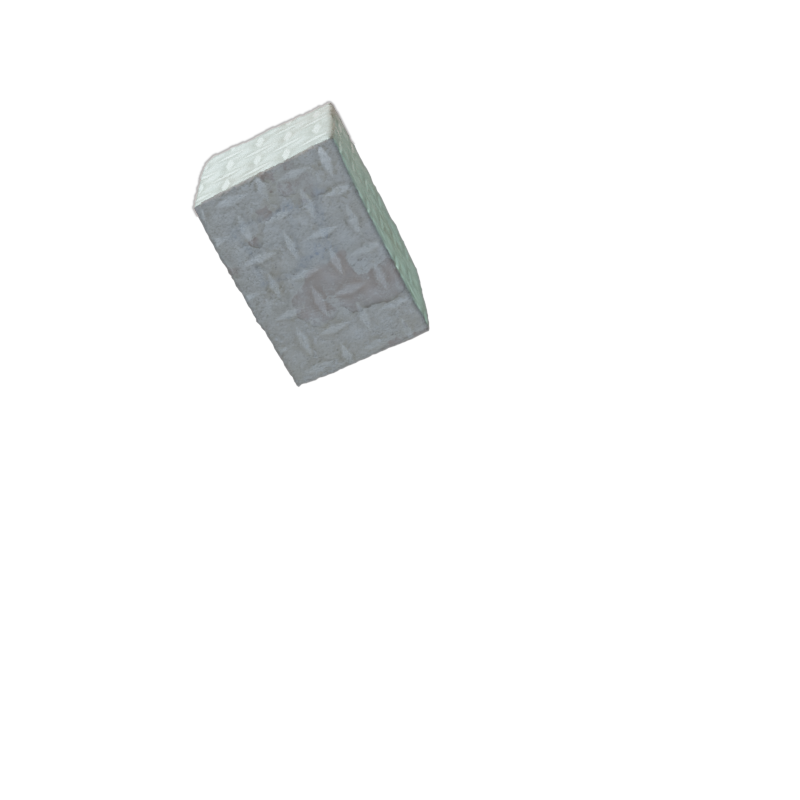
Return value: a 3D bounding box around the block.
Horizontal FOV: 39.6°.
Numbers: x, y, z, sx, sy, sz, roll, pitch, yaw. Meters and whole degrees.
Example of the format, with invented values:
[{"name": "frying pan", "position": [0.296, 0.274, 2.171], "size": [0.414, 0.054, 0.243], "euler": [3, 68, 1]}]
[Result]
[{"name": "block", "position": [-0.030, -0.055, 0.388], "size": [0.053, 0.074, 0.054], "euler": [-24, 24, 9]}]
